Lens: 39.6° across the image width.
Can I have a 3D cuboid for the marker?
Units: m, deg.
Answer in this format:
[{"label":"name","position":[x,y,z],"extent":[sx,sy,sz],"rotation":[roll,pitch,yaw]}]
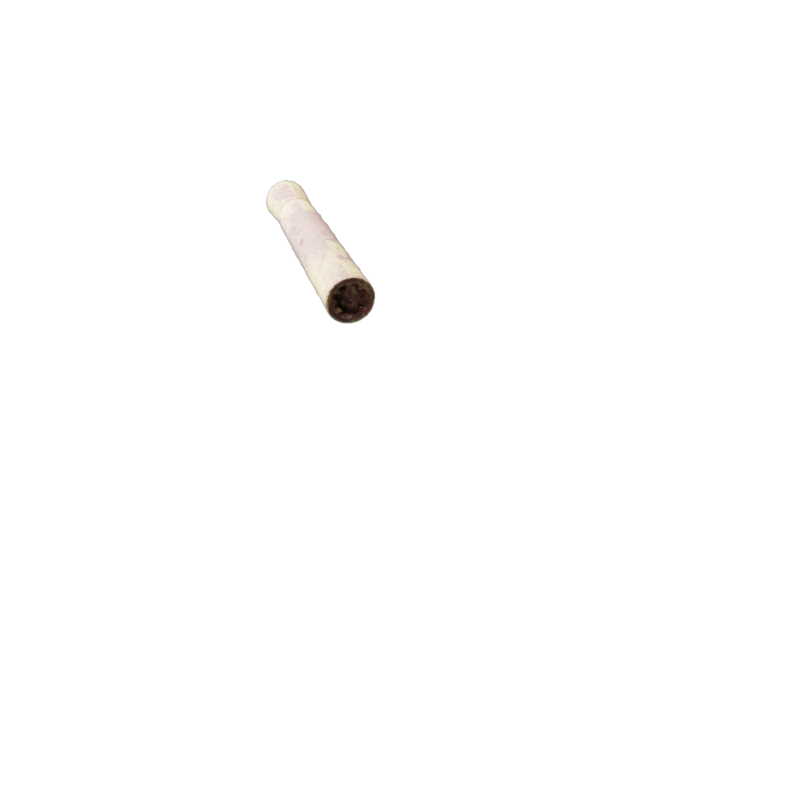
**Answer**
[{"label":"marker","position":[-0.036,-0.065,0.455],"extent":[0.019,0.019,0.129],"rotation":[-2,27,-17]}]
